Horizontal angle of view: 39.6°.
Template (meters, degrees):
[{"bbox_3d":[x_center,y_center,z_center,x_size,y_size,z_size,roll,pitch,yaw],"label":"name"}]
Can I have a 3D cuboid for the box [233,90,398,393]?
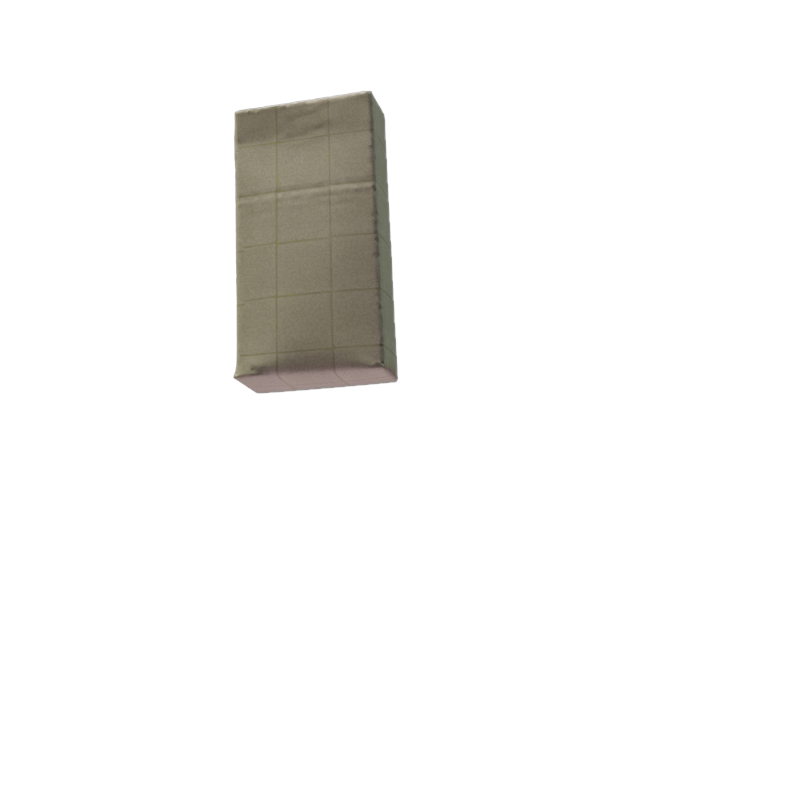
[{"bbox_3d":[-0.053,-0.097,0.681,0.095,0.185,0.045,-6,-20,14],"label":"box"}]
